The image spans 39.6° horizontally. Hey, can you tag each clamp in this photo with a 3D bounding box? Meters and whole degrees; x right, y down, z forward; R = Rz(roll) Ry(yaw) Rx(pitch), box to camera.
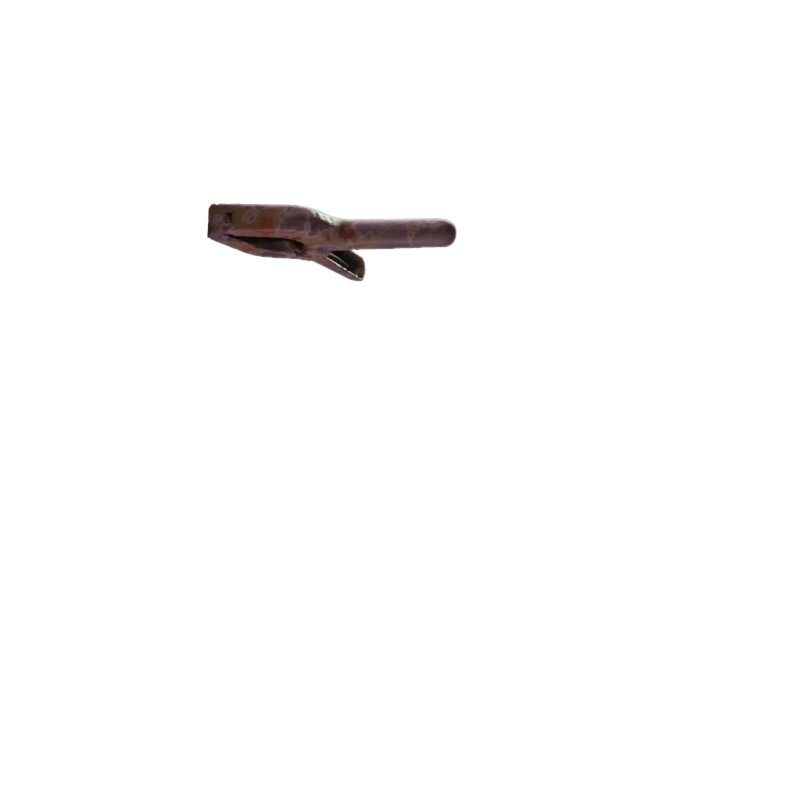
[{"bbox_3d":[-0.078,-0.142,0.997,0.203,0.038,0.165,4,-11,-24],"label":"clamp"}]
